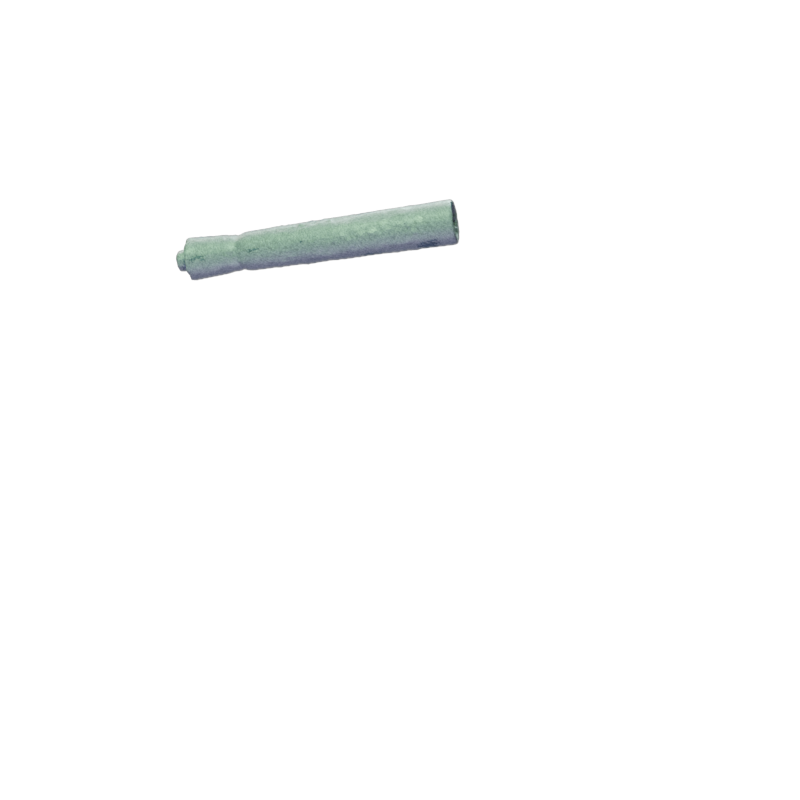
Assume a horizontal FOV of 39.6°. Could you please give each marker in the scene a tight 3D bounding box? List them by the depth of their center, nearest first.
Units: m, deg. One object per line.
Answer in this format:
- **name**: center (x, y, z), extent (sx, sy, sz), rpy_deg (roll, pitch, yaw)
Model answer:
- **marker**: center (-0.037, -0.067, 0.466), extent (0.123, 0.020, 0.019), rpy_deg (-6, 3, 14)
